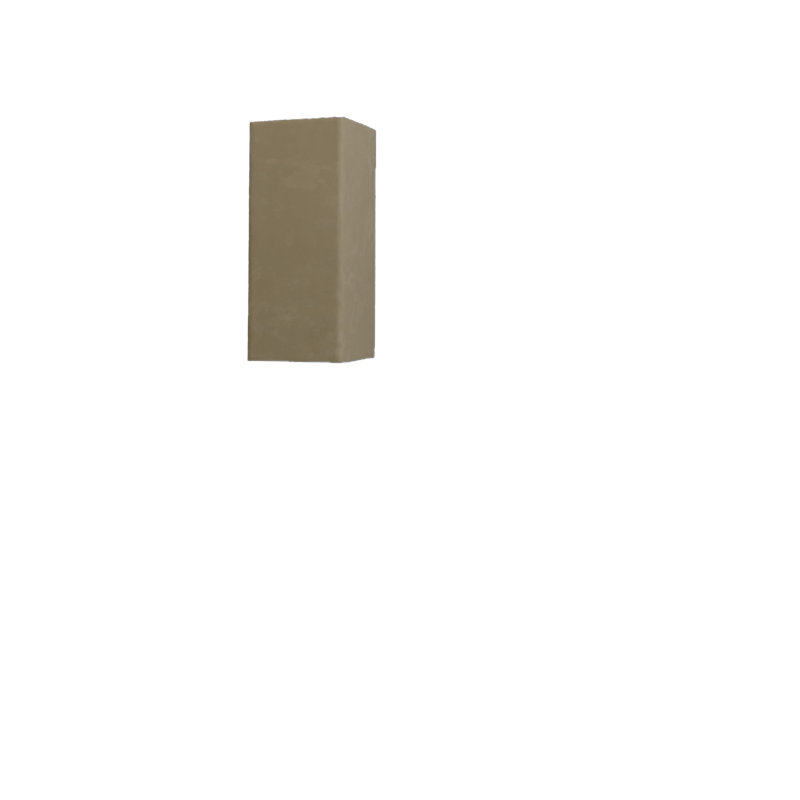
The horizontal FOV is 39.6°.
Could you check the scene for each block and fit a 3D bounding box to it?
[{"bbox_3d":[-0.076,-0.139,0.976,0.093,0.207,0.087,-1,-1,20],"label":"block"}]
